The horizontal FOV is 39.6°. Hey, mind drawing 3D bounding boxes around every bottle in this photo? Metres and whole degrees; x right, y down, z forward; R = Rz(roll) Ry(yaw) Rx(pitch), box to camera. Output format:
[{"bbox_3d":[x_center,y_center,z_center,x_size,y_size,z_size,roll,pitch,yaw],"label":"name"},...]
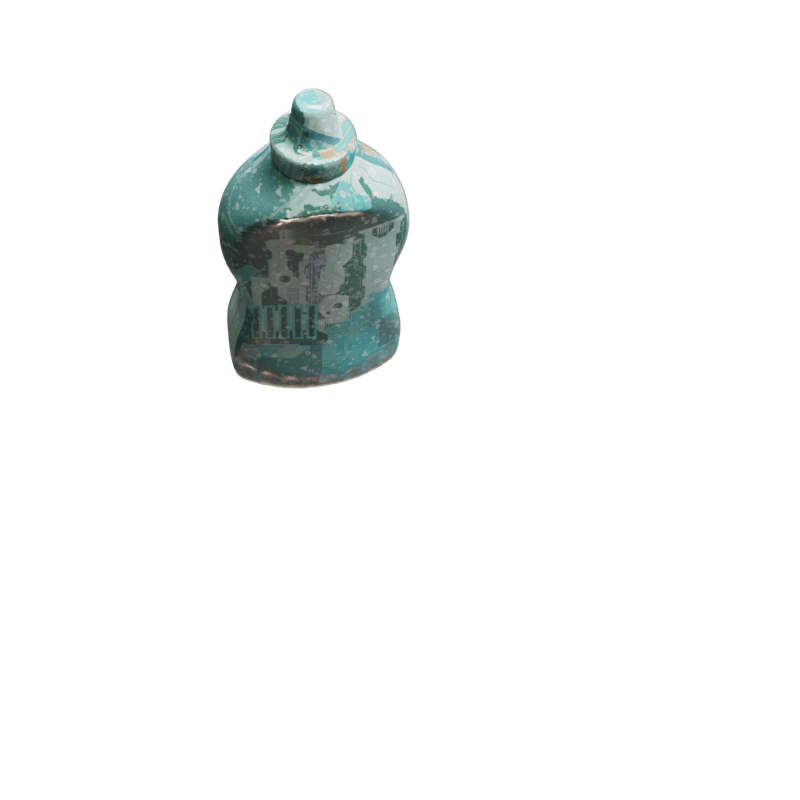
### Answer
[{"bbox_3d":[-0.045,-0.082,0.570,0.095,0.063,0.179,-5,-35,-7],"label":"bottle"}]
